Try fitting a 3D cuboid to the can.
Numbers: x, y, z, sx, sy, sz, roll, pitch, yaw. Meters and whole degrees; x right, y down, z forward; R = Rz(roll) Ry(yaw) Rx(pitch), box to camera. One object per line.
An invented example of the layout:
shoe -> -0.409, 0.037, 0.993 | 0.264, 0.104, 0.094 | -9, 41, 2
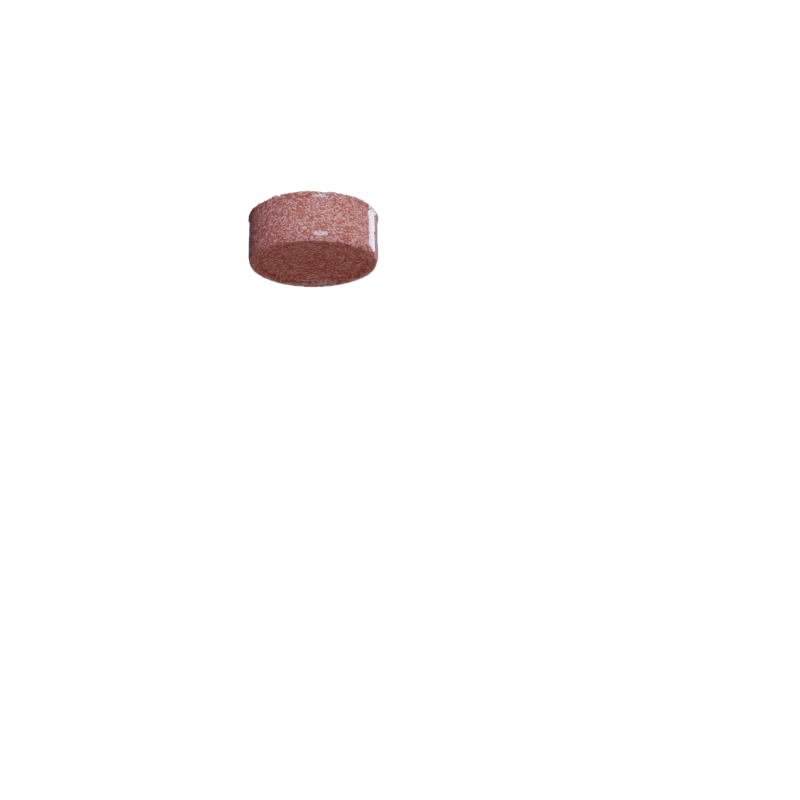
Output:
can -> -0.057, -0.104, 0.726 | 0.086, 0.035, 0.082 | 0, -17, -2
